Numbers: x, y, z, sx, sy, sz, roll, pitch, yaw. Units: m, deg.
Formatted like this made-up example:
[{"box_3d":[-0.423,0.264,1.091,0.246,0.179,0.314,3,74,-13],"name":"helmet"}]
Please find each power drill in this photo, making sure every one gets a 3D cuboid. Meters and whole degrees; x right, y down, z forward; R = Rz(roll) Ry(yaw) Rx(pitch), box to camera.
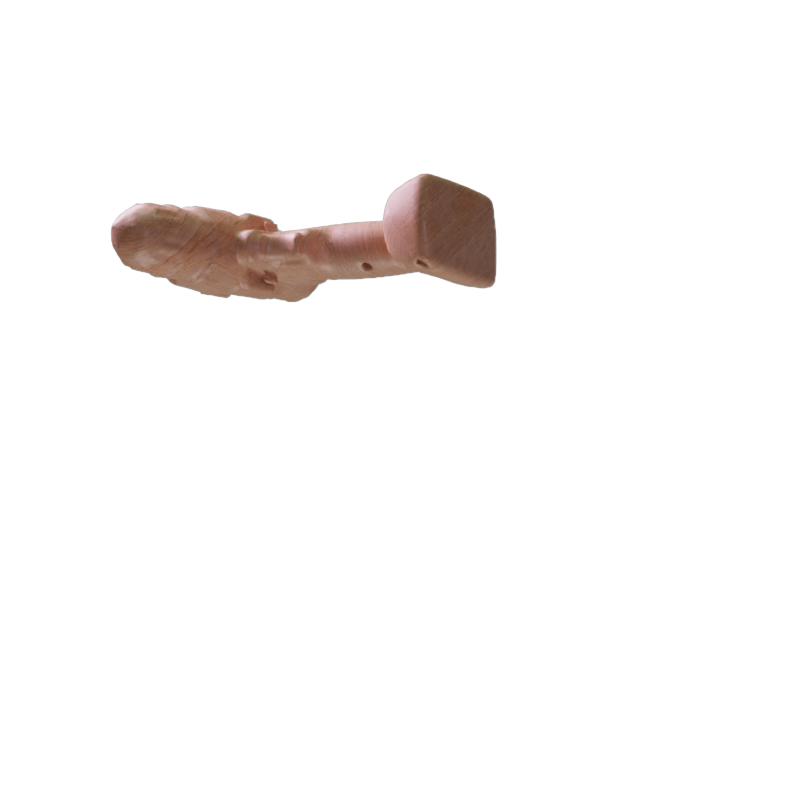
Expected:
[{"box_3d":[-0.051,-0.094,0.657,0.194,0.058,0.177,0,0,30],"name":"power drill"}]
